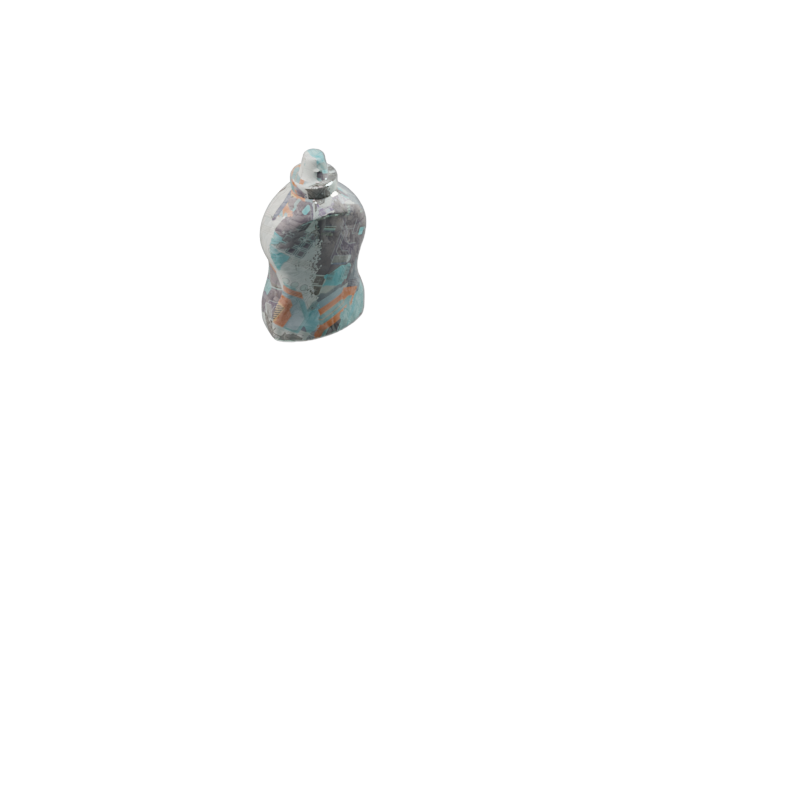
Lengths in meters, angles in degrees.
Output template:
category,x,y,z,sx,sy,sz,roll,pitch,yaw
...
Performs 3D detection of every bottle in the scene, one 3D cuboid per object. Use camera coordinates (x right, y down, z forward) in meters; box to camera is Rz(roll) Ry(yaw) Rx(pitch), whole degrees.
category,x,y,z,sx,sy,sz,roll,pitch,yaw
bottle,-0.077,-0.141,0.991,0.095,0.179,0.063,-15,46,-19
